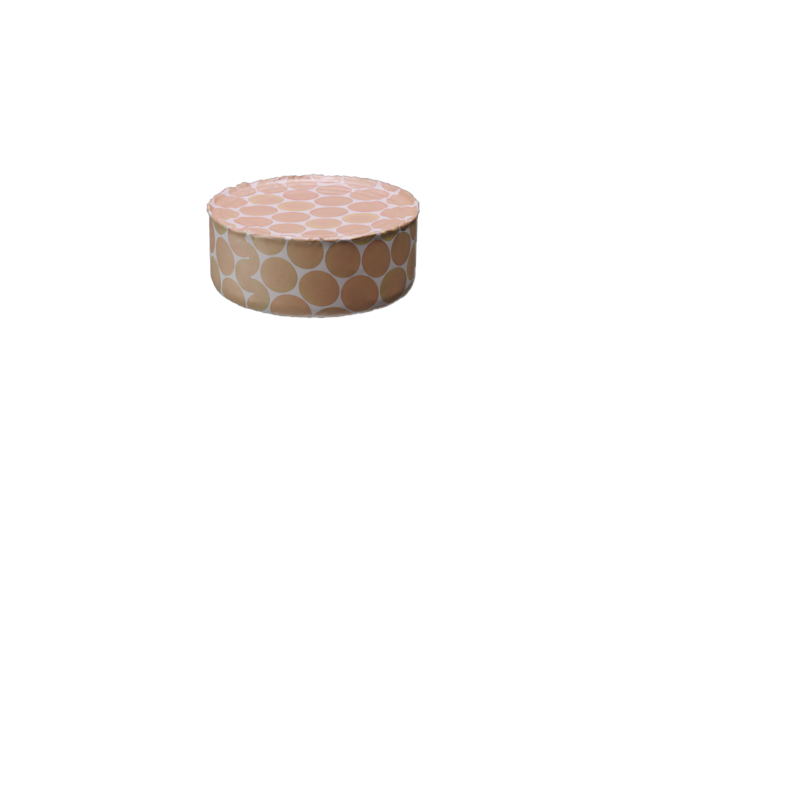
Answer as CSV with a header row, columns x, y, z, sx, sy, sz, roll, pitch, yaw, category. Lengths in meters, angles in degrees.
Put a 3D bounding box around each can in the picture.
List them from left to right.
x,y,z,sx,sy,sz,roll,pitch,yaw,category
-0.035,-0.064,0.451,0.086,0.032,0.090,-1,26,-2,can
